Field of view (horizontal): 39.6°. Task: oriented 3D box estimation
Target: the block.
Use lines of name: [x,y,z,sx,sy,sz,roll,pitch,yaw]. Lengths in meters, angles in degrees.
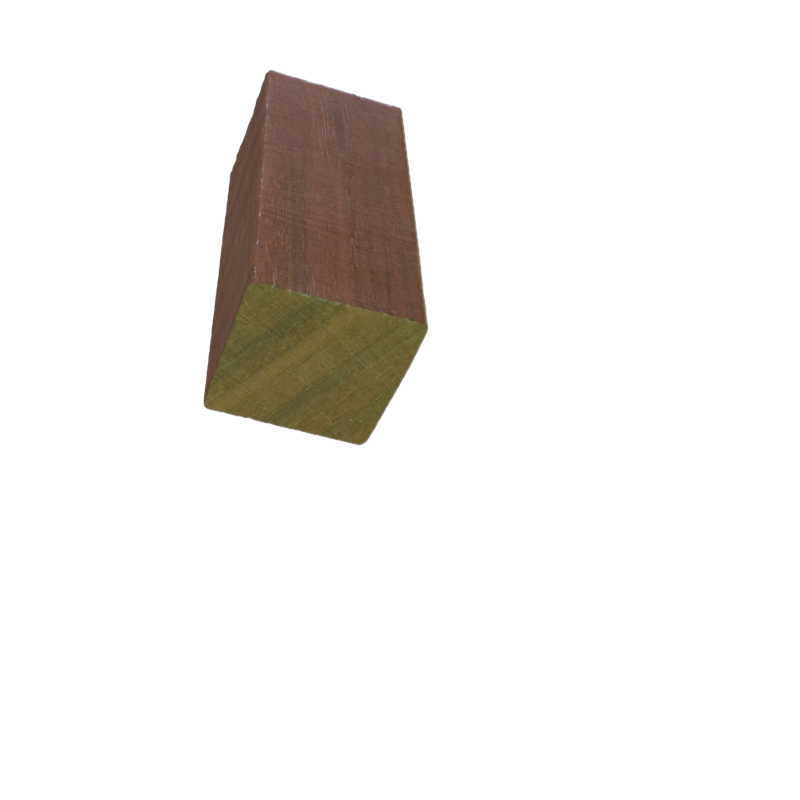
block: [-0.049,-0.088,0.622,0.088,0.086,0.221,14,39,-15]
